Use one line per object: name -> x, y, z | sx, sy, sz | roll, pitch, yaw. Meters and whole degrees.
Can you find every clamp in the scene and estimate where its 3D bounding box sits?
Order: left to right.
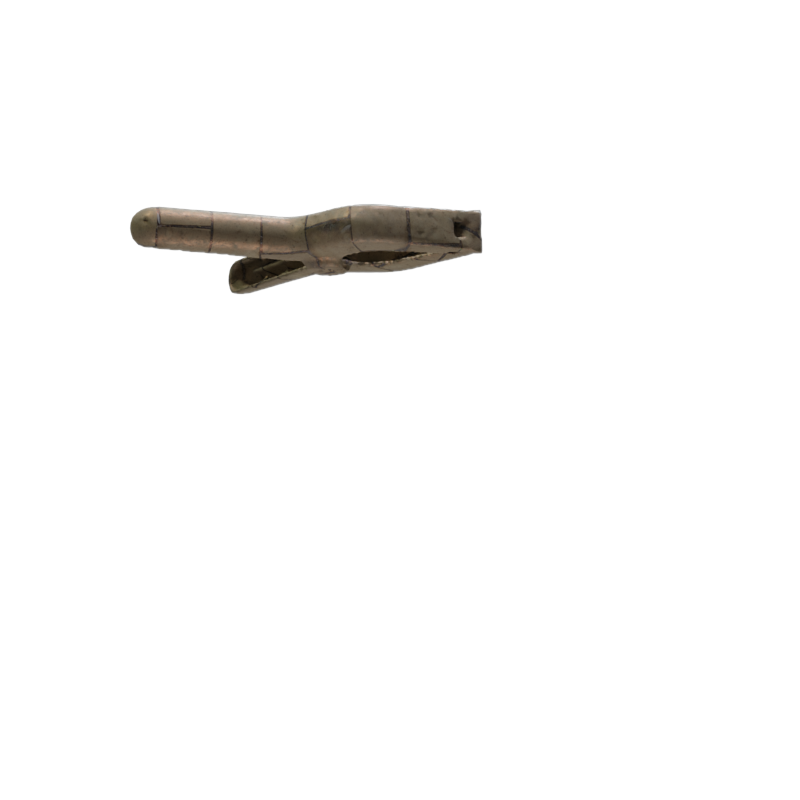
clamp -> -0.055, -0.101, 0.708 | 0.215, 0.037, 0.157 | -3, -7, 24
